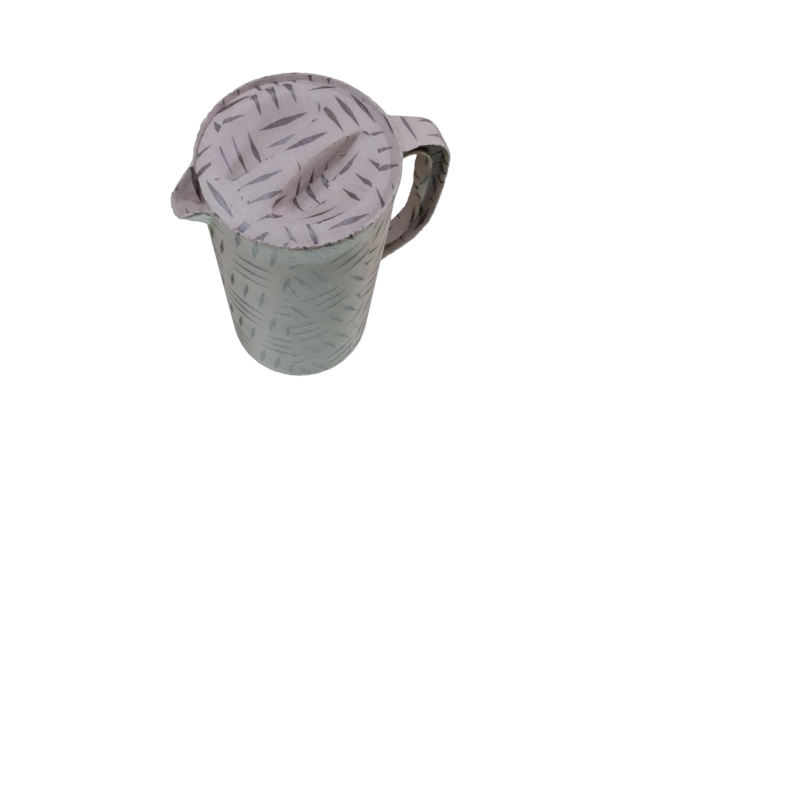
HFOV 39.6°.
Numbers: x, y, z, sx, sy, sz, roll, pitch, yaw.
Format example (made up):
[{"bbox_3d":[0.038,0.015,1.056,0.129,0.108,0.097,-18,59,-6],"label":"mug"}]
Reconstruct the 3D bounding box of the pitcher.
[{"bbox_3d":[-0.062,-0.114,0.796,0.152,0.150,0.230,23,-23,7],"label":"pitcher"}]
